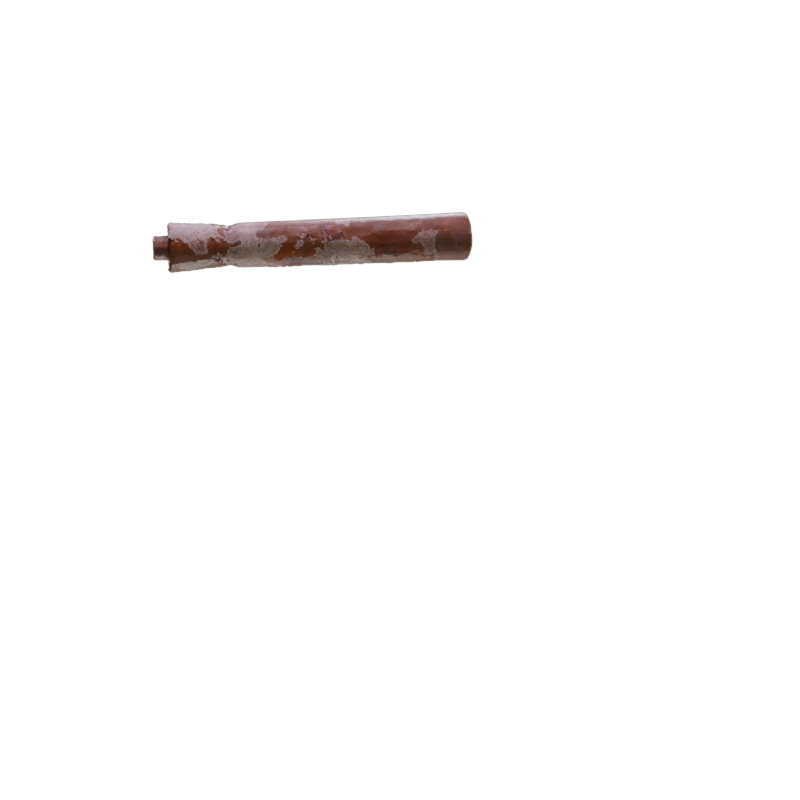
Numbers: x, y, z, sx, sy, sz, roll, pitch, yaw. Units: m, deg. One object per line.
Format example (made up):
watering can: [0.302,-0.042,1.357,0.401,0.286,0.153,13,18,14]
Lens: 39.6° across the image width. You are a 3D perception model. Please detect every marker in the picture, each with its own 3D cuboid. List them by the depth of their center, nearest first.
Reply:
marker: [-0.033,-0.060,0.422,0.119,0.020,0.020,-4,5,-10]
